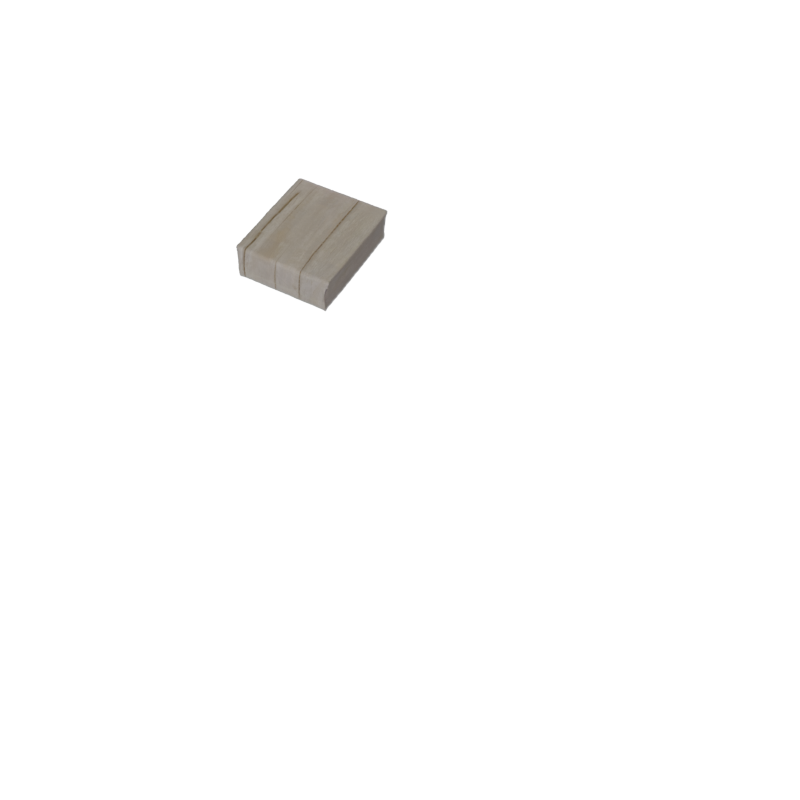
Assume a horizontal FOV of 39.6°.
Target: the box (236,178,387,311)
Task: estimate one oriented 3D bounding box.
[{"bbox_3d":[-0.075,-0.137,0.963,0.093,0.036,0.117,21,50,18],"label":"box"}]
